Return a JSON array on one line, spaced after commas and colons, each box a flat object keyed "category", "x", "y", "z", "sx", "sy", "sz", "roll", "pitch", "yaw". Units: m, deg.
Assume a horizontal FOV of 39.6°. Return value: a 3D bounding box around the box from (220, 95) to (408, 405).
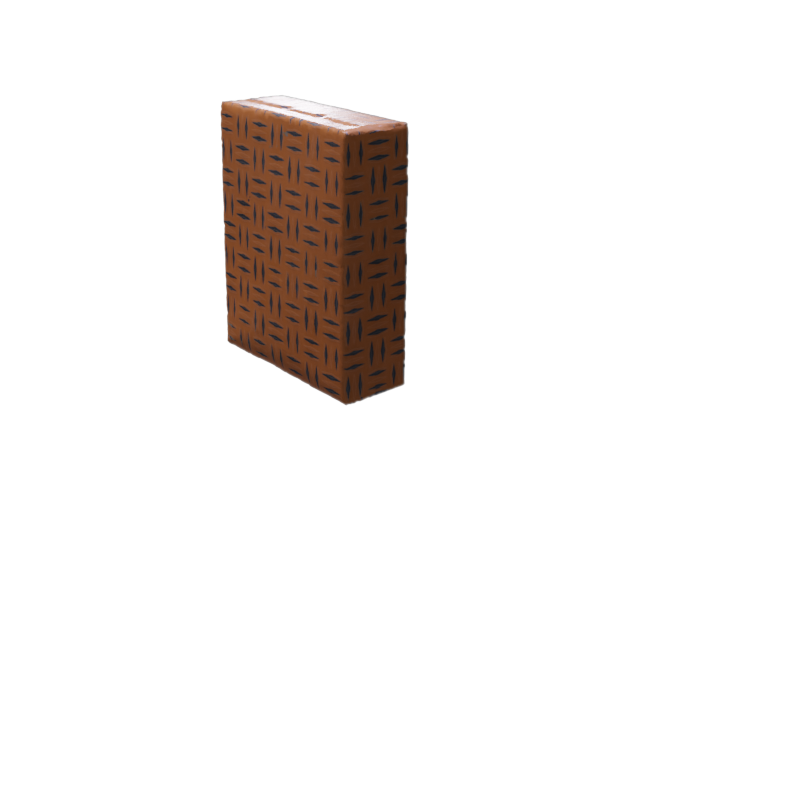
[{"category": "box", "x": -0.069, "y": -0.127, "z": 0.888, "sx": 0.070, "sy": 0.205, "sz": 0.175, "roll": -14, "pitch": 25, "yaw": -38}]
